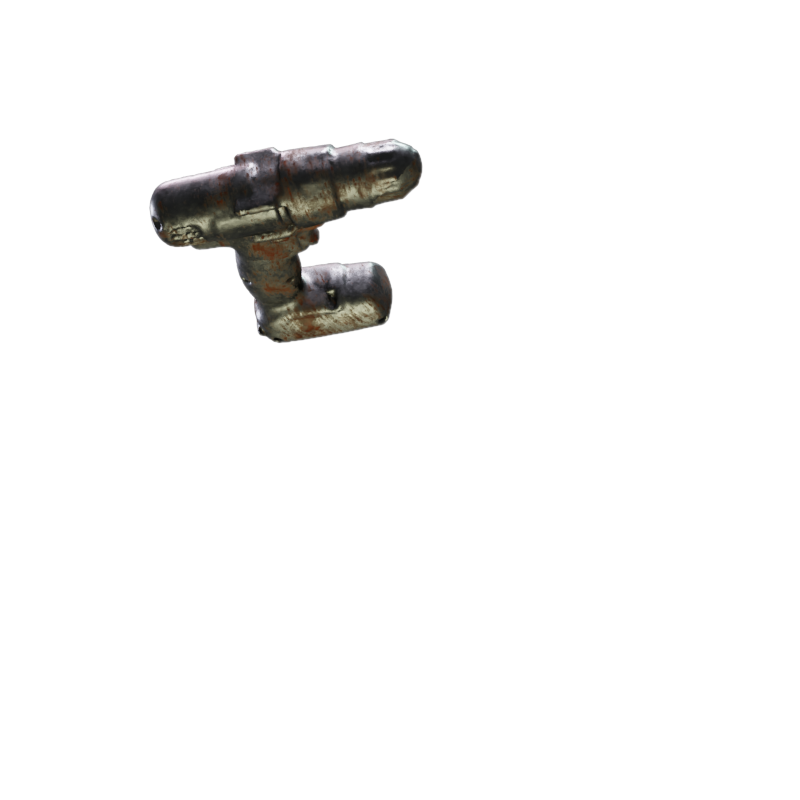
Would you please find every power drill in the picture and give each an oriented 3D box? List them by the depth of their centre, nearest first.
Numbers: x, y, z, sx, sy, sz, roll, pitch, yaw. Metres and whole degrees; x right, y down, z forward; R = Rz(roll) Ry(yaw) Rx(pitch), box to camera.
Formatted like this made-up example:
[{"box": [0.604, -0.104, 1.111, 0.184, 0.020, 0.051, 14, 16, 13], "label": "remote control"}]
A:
[{"box": [-0.062, -0.112, 0.787, 0.187, 0.061, 0.174, -7, -28, 13], "label": "power drill"}]
